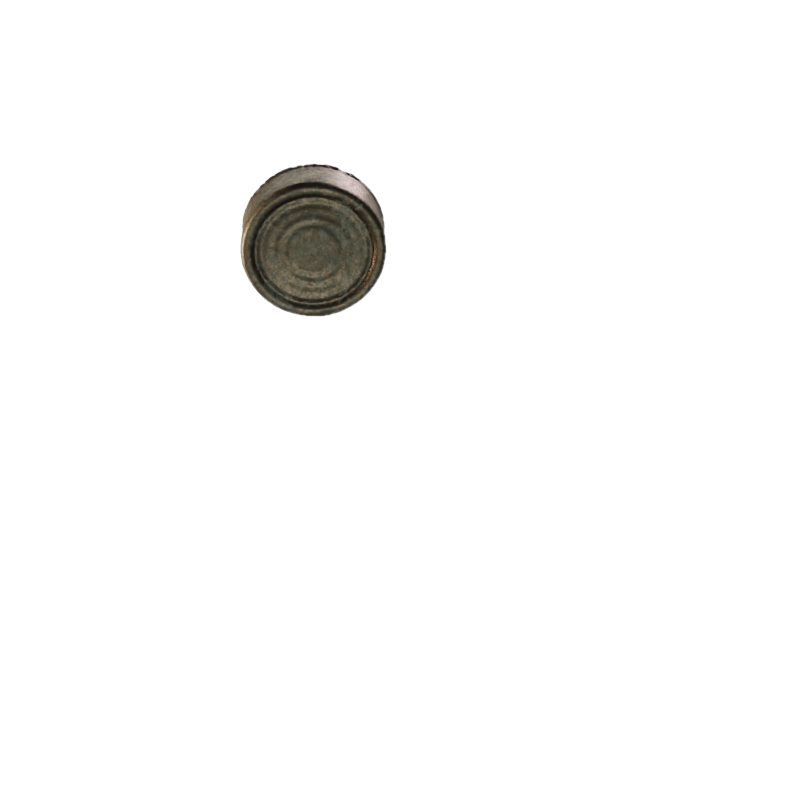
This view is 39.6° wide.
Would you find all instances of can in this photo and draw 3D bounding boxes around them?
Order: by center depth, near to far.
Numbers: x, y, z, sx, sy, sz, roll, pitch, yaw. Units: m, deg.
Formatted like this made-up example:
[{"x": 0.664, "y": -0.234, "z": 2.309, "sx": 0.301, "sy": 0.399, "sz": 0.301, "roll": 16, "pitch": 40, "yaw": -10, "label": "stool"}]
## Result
[{"x": -0.051, "y": -0.093, "z": 0.651, "sx": 0.086, "sy": 0.081, "sz": 0.035, "roll": 1, "pitch": 26, "yaw": -1, "label": "can"}]
